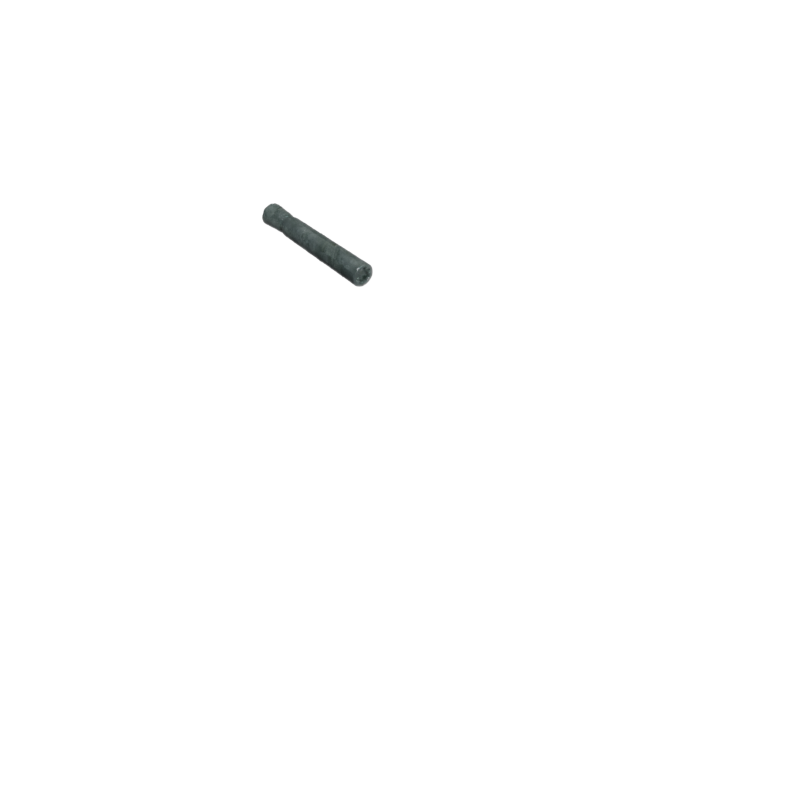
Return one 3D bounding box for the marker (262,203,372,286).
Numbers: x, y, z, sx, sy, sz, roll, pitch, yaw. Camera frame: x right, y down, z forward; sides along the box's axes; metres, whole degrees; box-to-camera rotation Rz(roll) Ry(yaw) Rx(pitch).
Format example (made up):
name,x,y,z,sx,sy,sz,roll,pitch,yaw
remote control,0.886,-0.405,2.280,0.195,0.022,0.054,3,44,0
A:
name,x,y,z,sx,sy,sz,roll,pitch,yaw
marker,-0.067,-0.122,0.855,0.019,0.019,0.130,-3,31,-43
